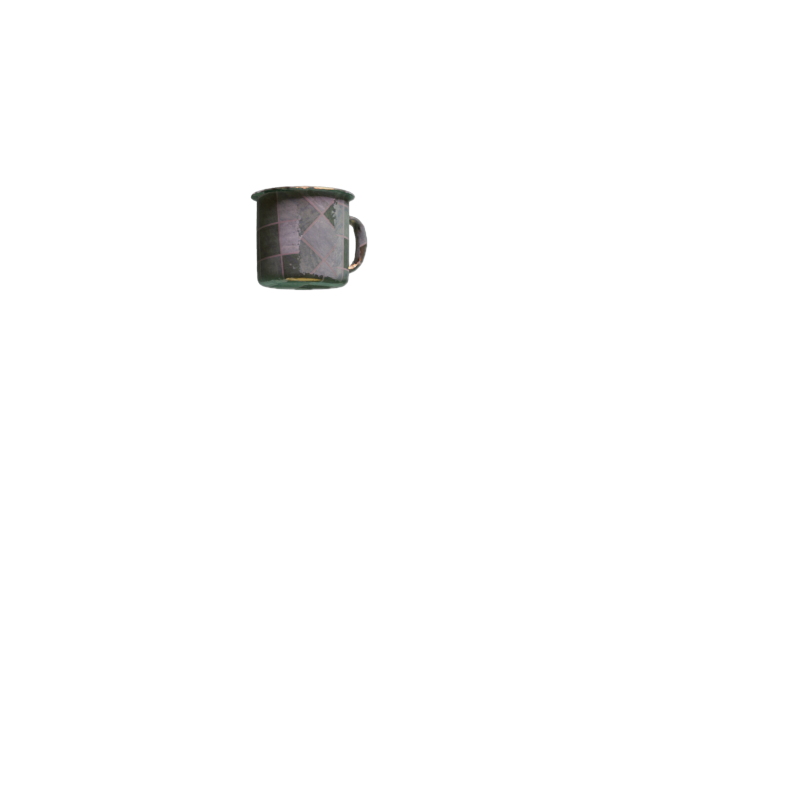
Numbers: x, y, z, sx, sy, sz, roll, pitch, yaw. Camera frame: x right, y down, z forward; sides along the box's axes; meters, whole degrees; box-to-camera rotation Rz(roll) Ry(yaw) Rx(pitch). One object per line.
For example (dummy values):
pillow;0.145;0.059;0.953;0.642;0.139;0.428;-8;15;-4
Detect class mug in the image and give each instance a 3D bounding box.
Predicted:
mug;-0.078;-0.141;0.991;0.112;0.083;0.096;2;-4;-42
